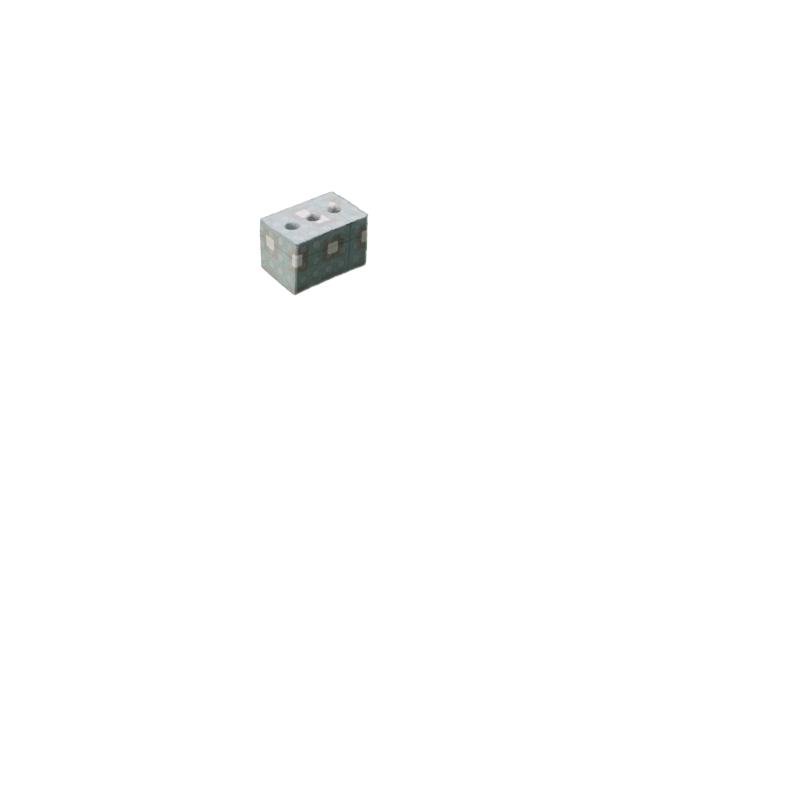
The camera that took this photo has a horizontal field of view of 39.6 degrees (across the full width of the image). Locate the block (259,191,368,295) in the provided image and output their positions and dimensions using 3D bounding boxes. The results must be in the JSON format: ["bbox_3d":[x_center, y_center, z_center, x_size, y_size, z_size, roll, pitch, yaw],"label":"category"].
[{"bbox_3d":[-0.073,-0.134,0.936,0.077,0.048,0.057,-27,45,-31],"label":"block"}]
